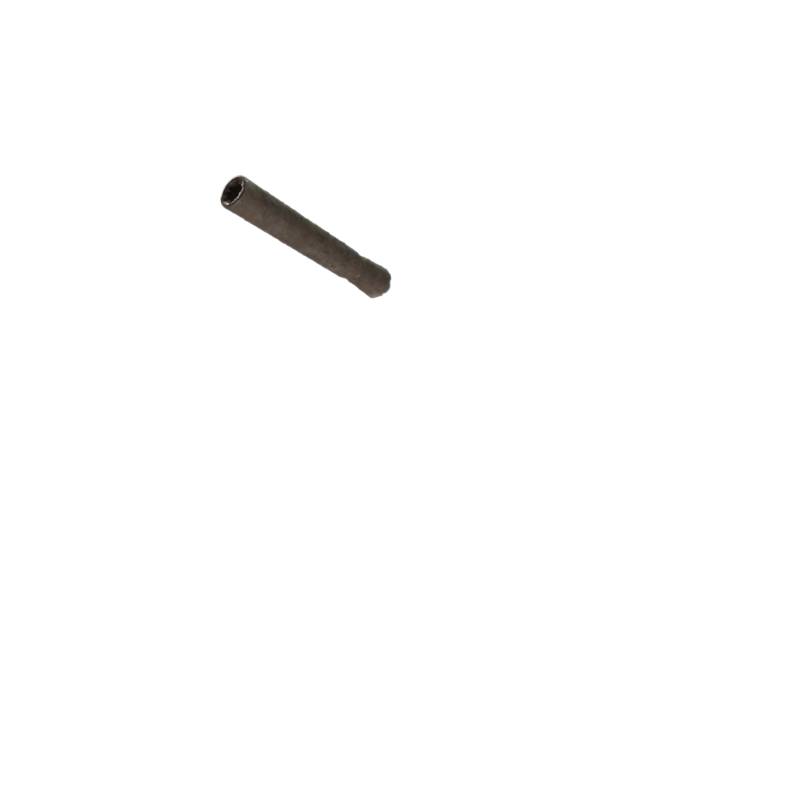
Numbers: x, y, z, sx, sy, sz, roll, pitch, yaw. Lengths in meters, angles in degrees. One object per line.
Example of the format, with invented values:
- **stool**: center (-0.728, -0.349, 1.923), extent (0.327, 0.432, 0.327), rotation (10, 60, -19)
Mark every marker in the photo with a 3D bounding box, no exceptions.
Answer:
- **marker**: center (-0.047, -0.085, 0.594), extent (0.021, 0.020, 0.113), rotation (4, -19, 47)
